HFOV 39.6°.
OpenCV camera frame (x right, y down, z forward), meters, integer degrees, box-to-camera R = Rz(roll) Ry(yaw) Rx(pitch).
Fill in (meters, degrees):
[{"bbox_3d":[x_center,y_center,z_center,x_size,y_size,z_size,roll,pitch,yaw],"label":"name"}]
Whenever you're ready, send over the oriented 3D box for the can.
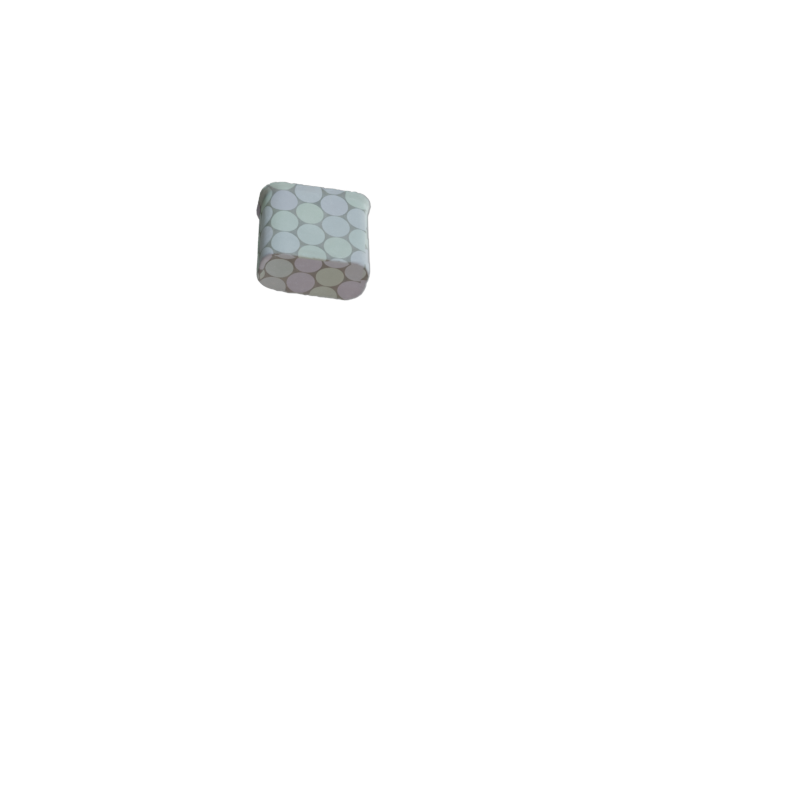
[{"bbox_3d":[-0.077,-0.140,0.980,0.100,0.090,0.054,6,-40,-10],"label":"can"}]
